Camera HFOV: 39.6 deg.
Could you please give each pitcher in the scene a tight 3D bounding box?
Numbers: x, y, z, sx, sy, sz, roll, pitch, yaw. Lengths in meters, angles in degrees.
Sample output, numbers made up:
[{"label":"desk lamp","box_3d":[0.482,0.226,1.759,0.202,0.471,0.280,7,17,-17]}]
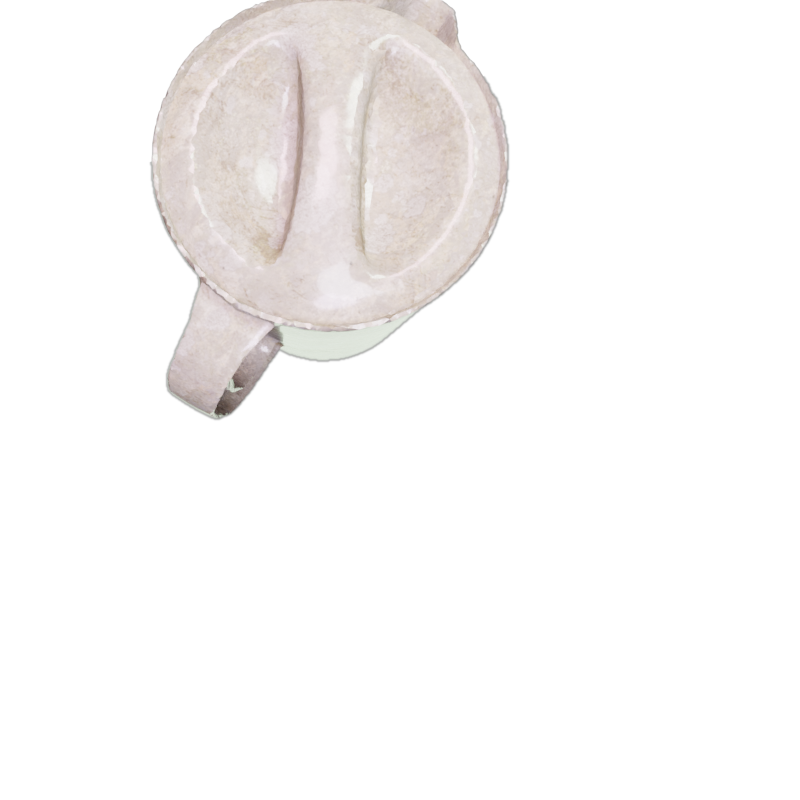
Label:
[{"label":"pitcher","box_3d":[-0.041,-0.074,0.522,0.149,0.149,0.238,-15,-6,-5]}]
